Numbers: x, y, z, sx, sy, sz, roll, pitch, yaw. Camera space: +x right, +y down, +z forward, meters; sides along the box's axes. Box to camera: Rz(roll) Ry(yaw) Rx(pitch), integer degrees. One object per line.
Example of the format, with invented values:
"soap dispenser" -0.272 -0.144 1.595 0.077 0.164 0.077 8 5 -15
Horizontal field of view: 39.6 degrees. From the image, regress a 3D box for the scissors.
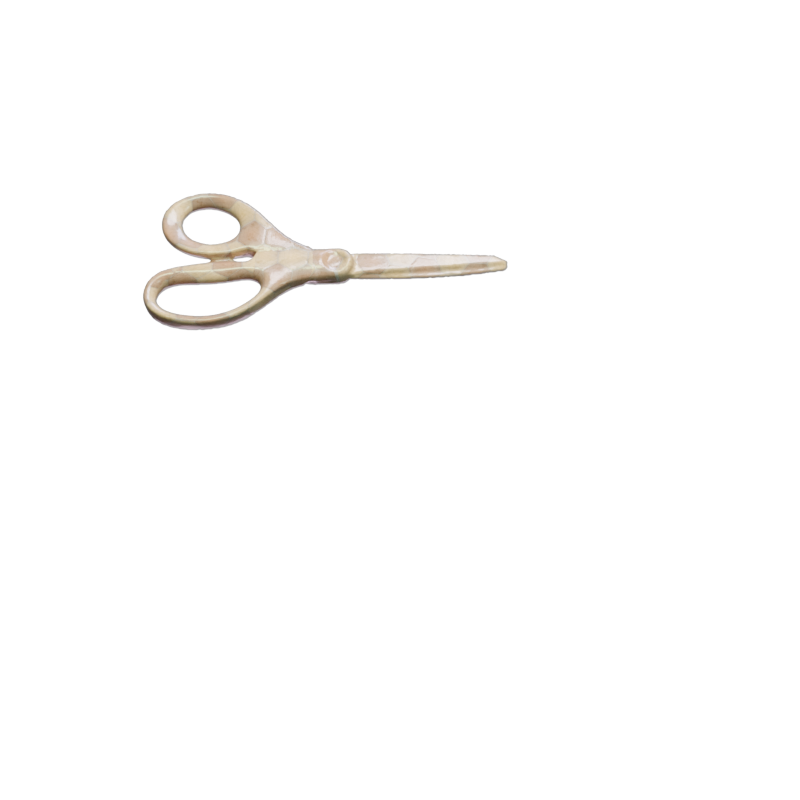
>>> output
"scissors" -0.050 -0.091 0.634 0.200 0.103 0.015 -15 -31 -9
